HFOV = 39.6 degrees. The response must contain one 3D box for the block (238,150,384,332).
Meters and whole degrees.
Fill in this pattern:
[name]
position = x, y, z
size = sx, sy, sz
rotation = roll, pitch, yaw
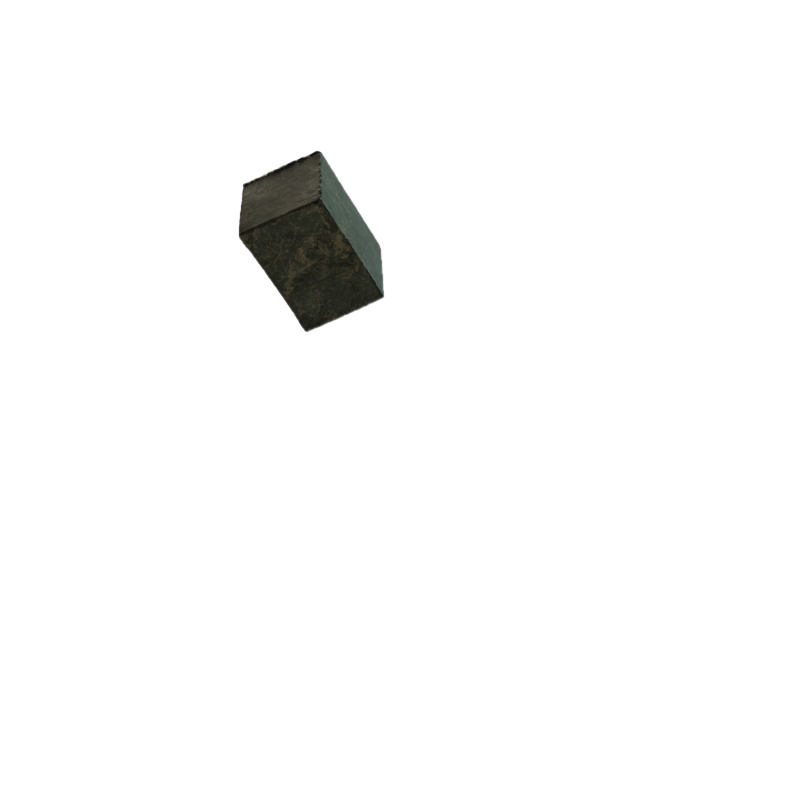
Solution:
[block]
position = -0.049, -0.089, 0.625
size = 0.053, 0.072, 0.055
rotation = -22, 36, 15
